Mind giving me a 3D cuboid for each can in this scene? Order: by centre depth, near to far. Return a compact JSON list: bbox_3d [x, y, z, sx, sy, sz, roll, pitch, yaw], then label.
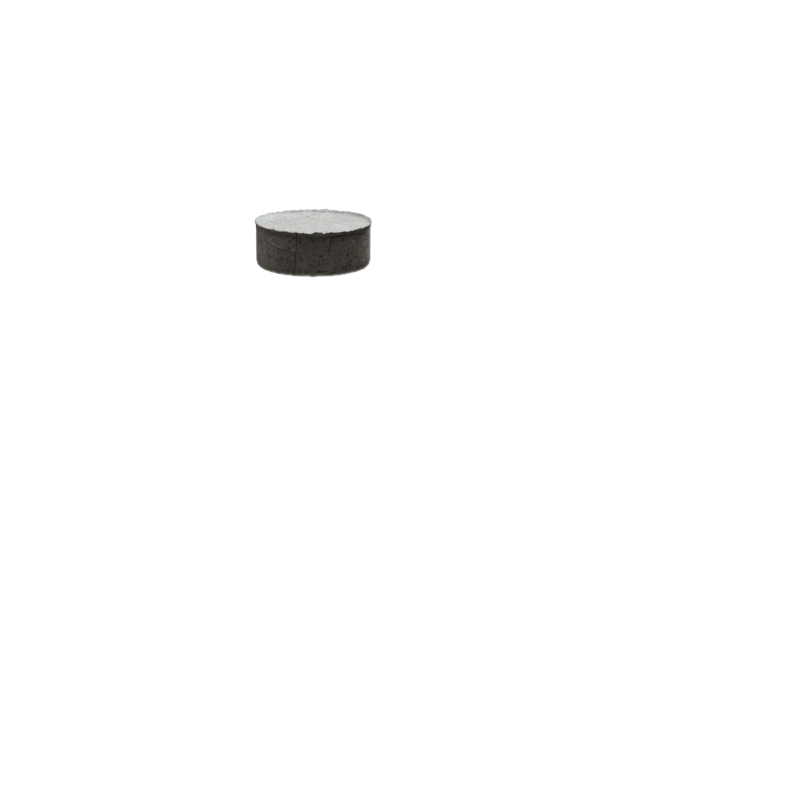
[{"bbox_3d":[-0.064,-0.116,0.816,0.086,0.032,0.089,-1,19,-2],"label":"can"}]
